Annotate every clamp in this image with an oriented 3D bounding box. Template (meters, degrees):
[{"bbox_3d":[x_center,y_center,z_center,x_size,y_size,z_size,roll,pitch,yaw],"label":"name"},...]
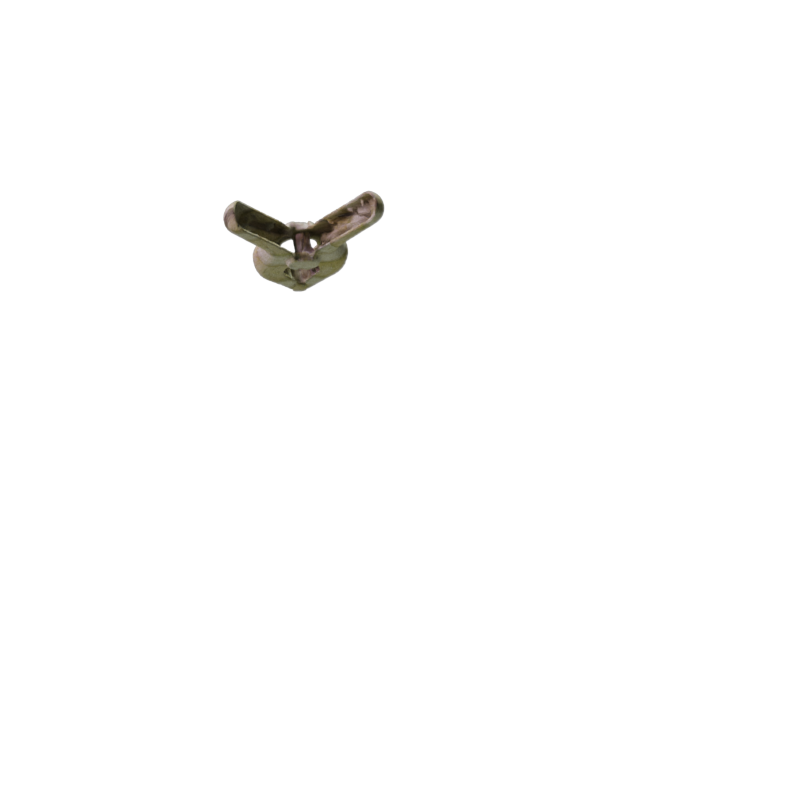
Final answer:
[{"bbox_3d":[-0.070,-0.128,0.896,0.121,0.040,0.165,-1,-10,3],"label":"clamp"}]
